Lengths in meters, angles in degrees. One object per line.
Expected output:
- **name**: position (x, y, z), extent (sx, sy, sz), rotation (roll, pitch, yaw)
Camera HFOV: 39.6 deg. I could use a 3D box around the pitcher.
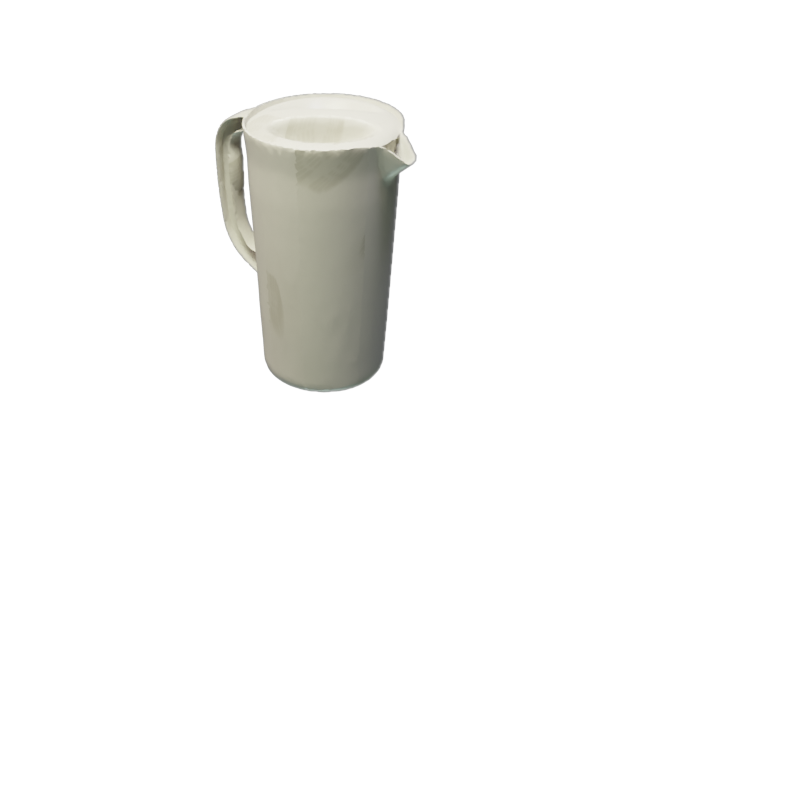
- **pitcher**: position (-0.075, -0.137, 0.957), extent (0.143, 0.229, 0.160), rotation (-7, 31, -15)
